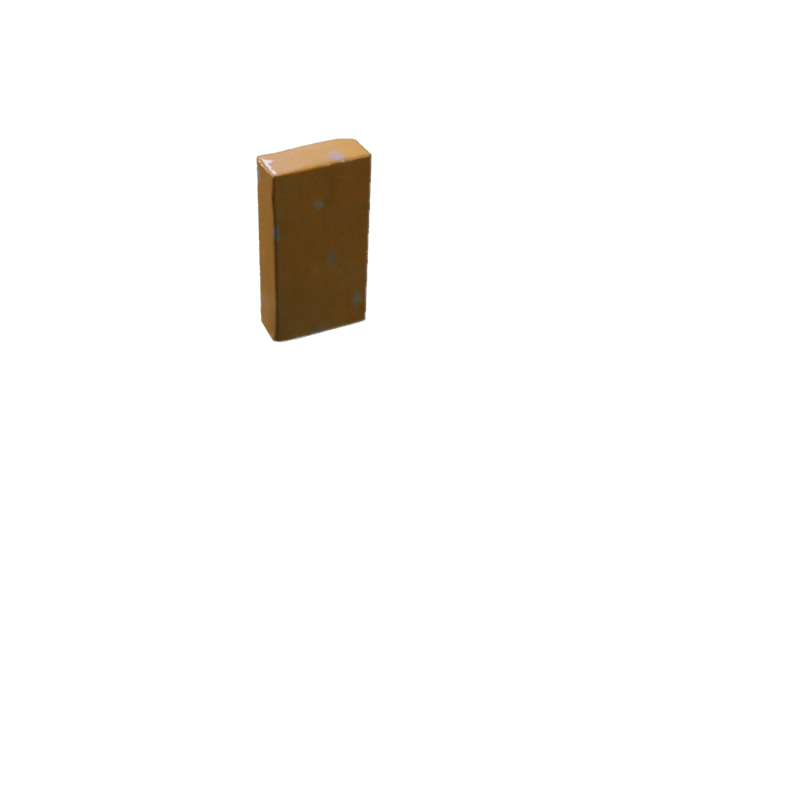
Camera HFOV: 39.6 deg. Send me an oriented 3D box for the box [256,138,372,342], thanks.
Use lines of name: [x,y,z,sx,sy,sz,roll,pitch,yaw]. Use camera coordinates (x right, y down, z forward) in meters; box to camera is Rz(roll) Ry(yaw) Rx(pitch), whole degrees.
box: [-0.076,-0.139,0.974,0.092,0.165,0.052,-14,37,-23]
